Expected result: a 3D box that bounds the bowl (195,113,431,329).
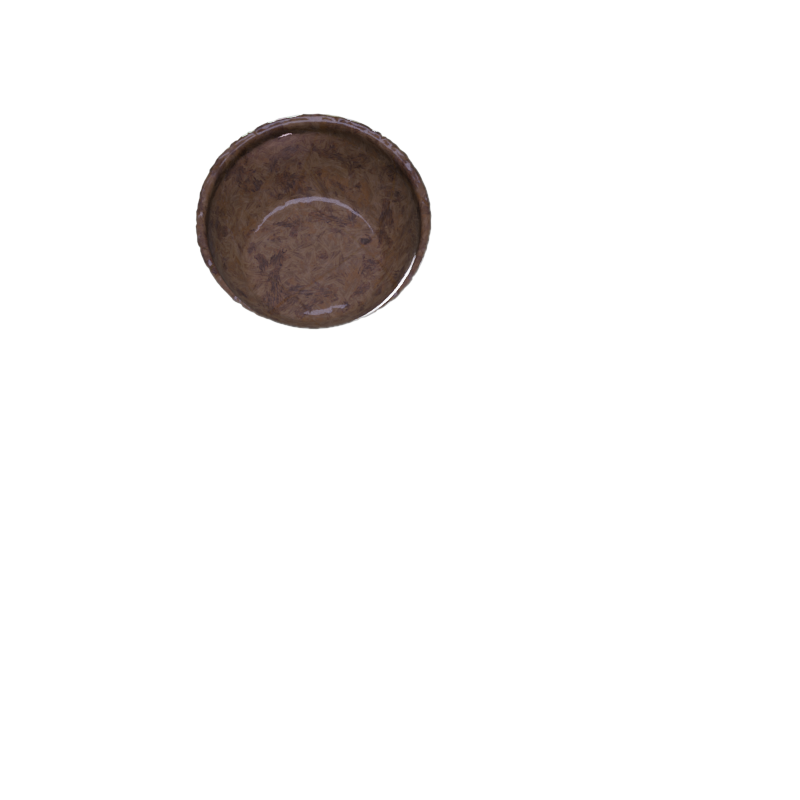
[{"bbox_3d":[-0.058,-0.105,0.737,0.162,0.153,0.058,1,28,-1],"label":"bowl"}]
